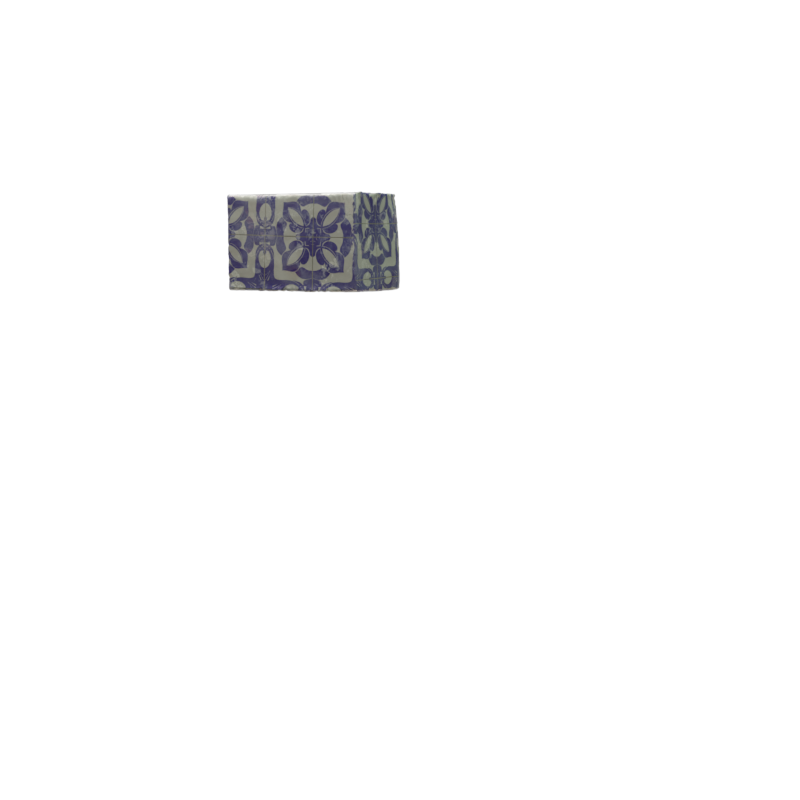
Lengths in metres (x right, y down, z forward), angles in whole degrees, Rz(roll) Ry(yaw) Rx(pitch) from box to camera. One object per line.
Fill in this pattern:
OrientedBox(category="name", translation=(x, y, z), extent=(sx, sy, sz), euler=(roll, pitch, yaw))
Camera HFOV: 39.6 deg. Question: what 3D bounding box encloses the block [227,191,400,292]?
OrientedBox(category="block", translation=(-0.046, -0.083, 0.585), extent=(0.080, 0.051, 0.051), euler=(3, 5, 25))
